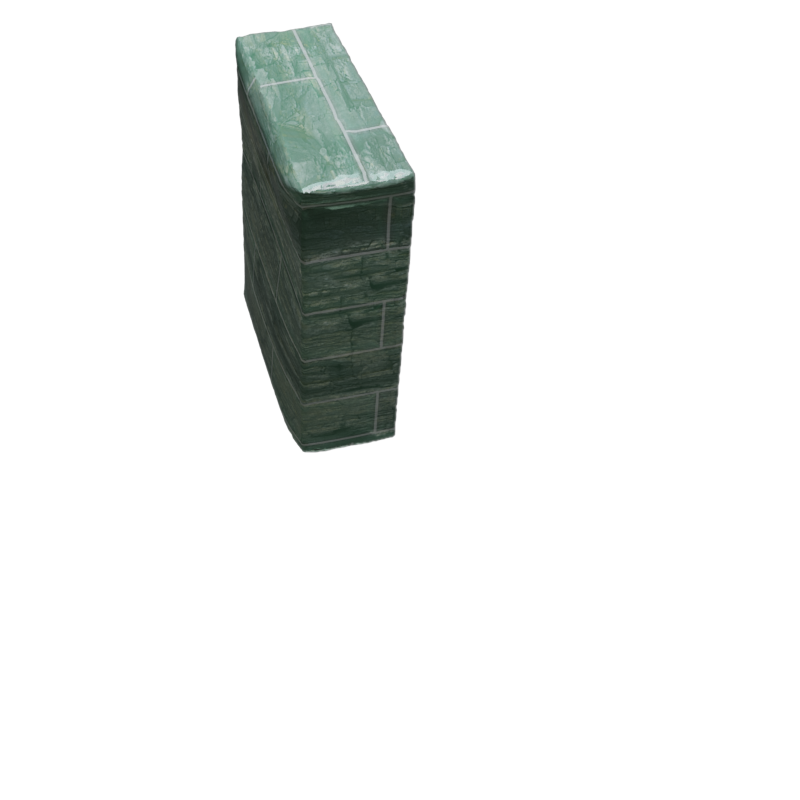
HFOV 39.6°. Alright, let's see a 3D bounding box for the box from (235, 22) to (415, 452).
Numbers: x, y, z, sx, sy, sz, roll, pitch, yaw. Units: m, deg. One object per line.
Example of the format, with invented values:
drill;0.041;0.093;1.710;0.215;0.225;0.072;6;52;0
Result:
box;-0.054;-0.099;0.690;0.071;0.199;0.178;-10;46;-14
